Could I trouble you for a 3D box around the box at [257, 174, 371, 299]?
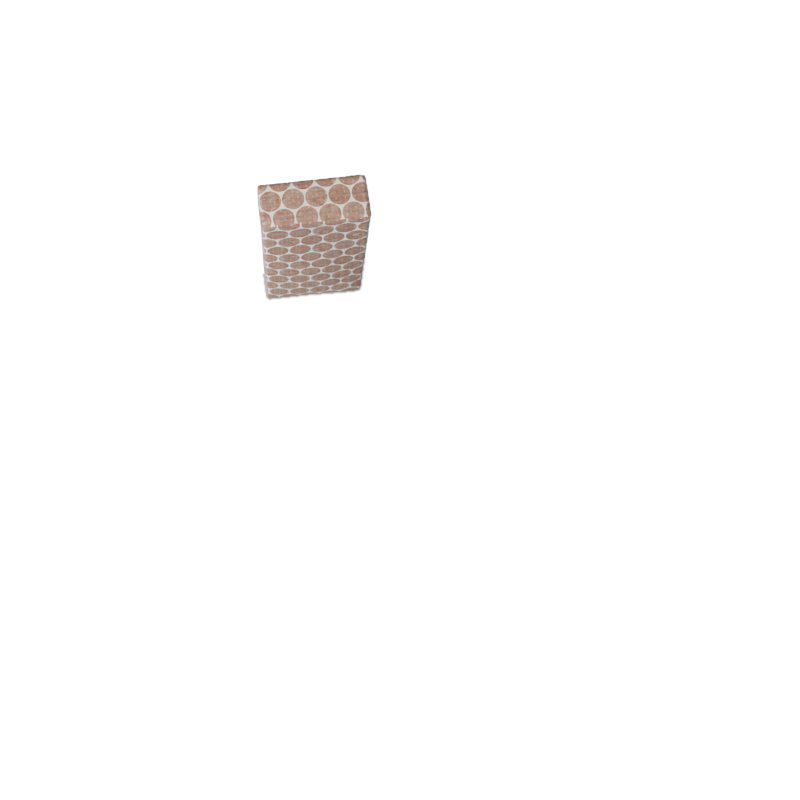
[{"bbox_3d":[-0.077,-0.141,0.988,0.093,0.050,0.170,-6,-13,-5],"label":"box"}]
